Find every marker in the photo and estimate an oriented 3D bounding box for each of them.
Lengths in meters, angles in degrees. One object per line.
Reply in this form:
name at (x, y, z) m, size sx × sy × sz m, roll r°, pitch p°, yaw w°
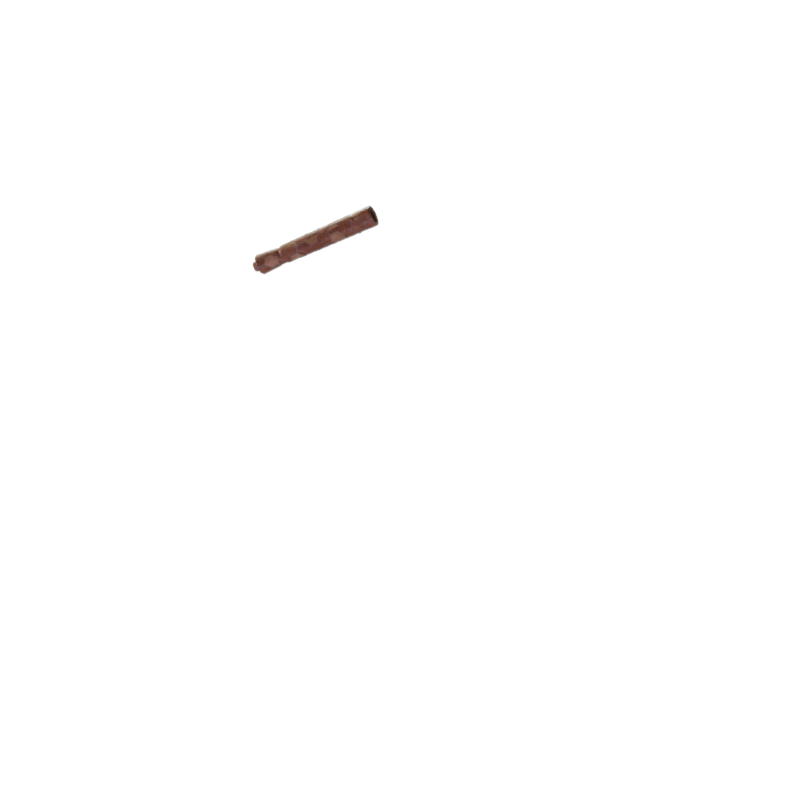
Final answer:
marker at (-0.077, -0.140, 0.978) m, size 0.122 × 0.020 × 0.019 m, roll -21°, pitch -3°, yaw 19°
